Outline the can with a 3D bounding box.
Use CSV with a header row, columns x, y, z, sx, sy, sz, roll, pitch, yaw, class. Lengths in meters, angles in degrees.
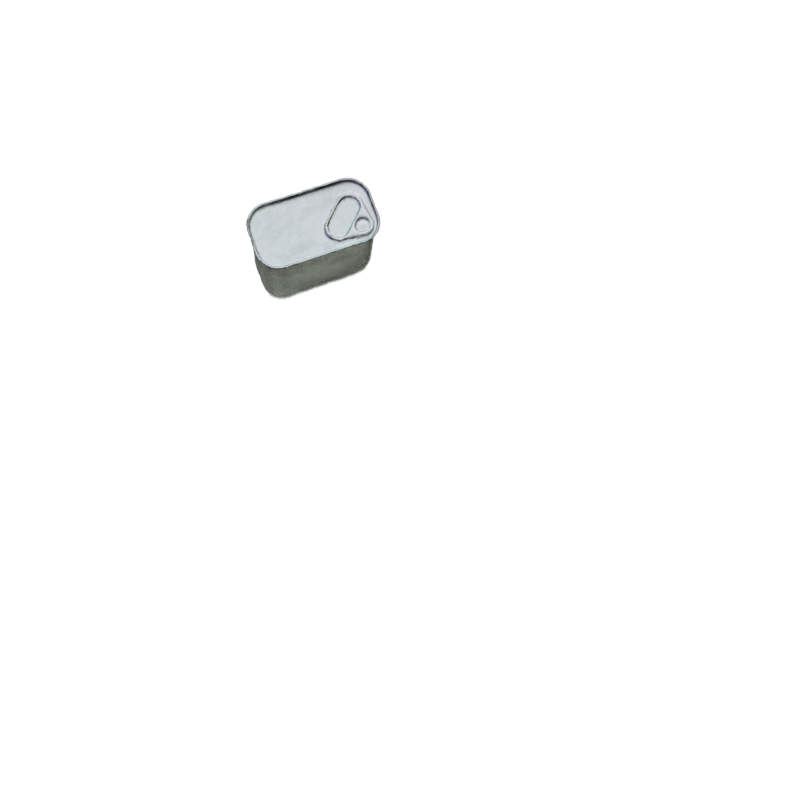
x,y,z,sx,sy,sz,roll,pitch,yaw,class
-0.071,-0.129,0.902,0.101,0.060,0.080,-19,-14,-8,can
